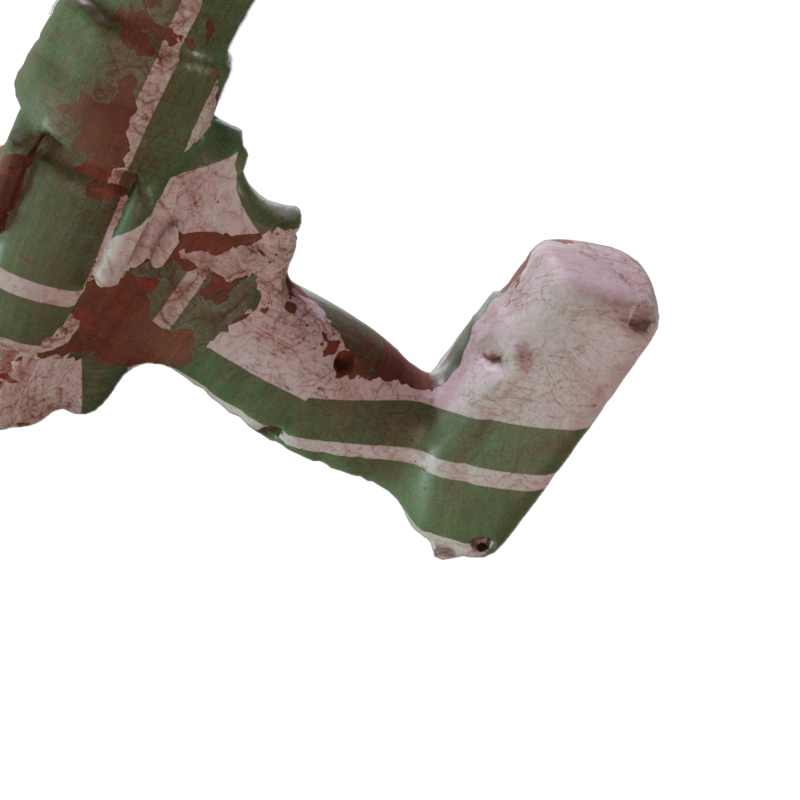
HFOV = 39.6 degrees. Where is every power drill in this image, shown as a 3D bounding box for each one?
[{"bbox_3d":[-0.025,-0.046,0.320,0.183,0.179,0.061,26,23,-12],"label":"power drill"}]
